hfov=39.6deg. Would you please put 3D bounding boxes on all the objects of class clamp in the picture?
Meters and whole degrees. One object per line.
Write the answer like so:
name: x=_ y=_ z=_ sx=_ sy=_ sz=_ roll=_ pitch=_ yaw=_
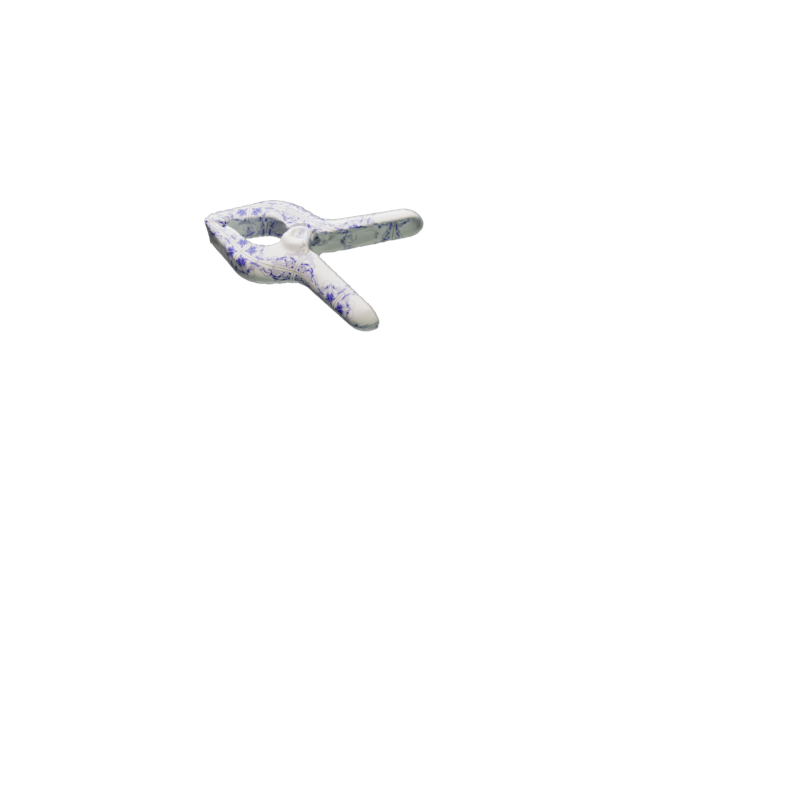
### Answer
clamp: x=-0.069 y=-0.125 z=0.878 sx=0.179 sy=0.036 sz=0.124 roll=23 pitch=51 yaw=20
